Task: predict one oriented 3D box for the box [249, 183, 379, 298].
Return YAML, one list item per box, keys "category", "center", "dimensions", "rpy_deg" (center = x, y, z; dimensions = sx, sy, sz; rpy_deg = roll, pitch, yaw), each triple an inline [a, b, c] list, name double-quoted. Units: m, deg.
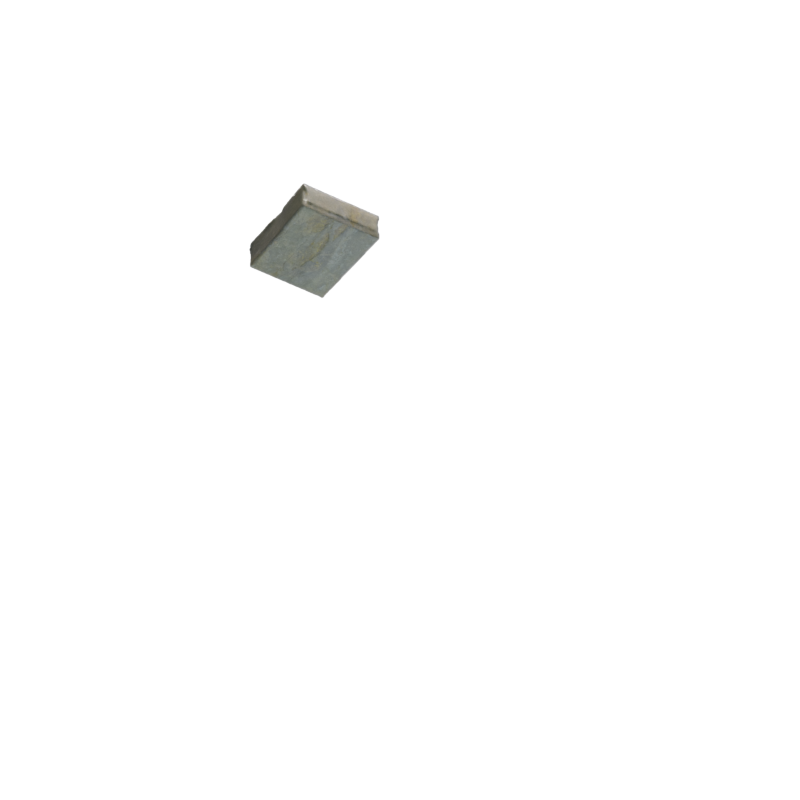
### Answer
- category: "box"
  center: [-0.071, -0.130, 0.910]
  dimensions: [0.070, 0.032, 0.087]
  rpy_deg: [22, -43, -26]
